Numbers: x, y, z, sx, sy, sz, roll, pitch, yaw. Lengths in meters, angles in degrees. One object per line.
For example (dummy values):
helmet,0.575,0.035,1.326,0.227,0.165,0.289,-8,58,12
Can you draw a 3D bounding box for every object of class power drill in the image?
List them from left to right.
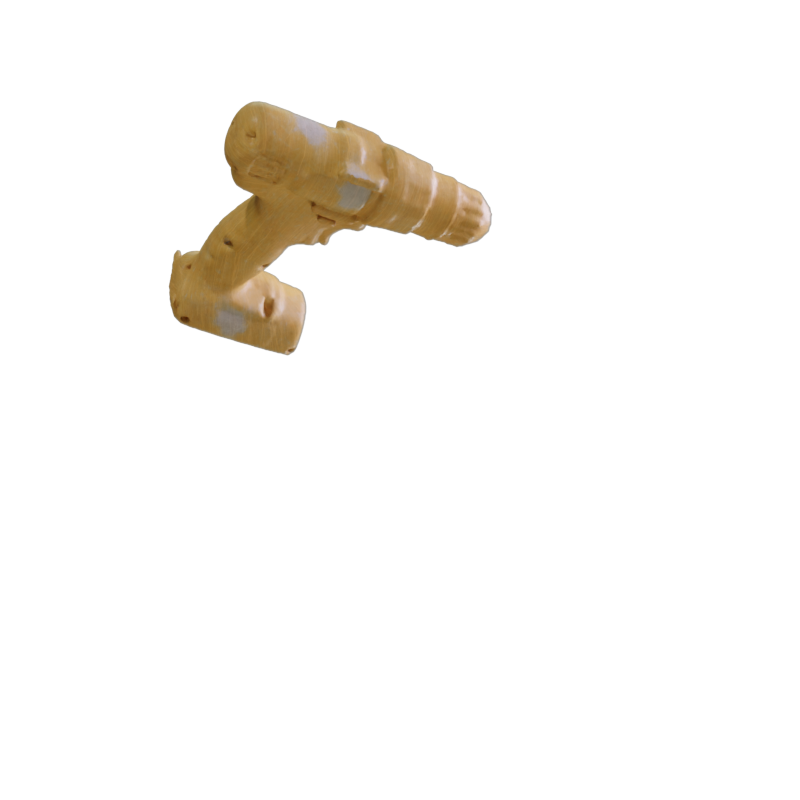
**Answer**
power drill,-0.058,-0.105,0.738,0.177,0.062,0.182,20,-43,-23
